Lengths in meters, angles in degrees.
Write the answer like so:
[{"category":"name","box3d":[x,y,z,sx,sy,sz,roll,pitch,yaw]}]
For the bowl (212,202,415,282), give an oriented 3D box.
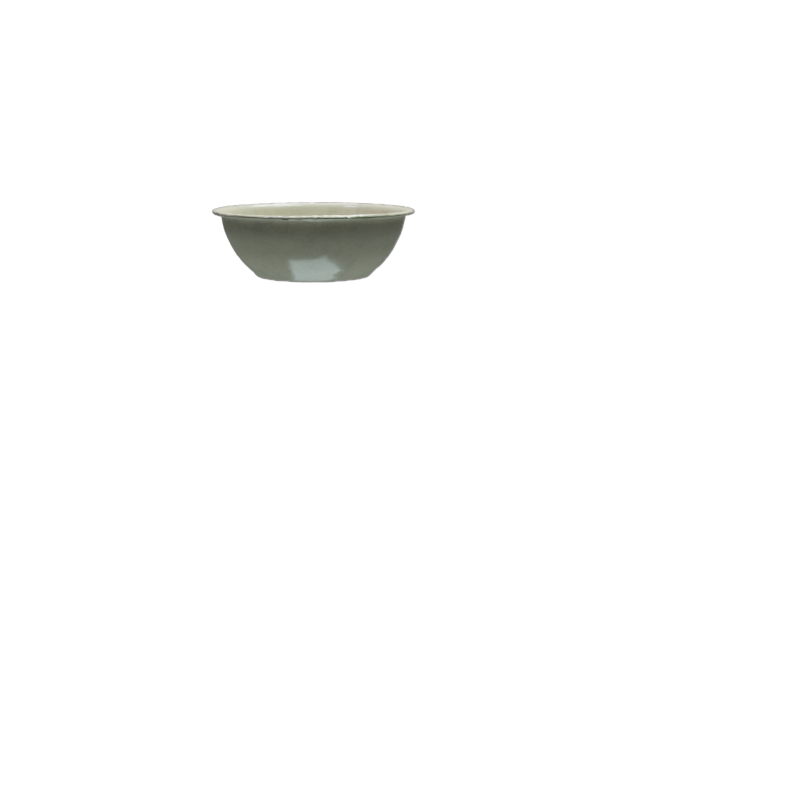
[{"category":"bowl","box3d":[-0.069,-0.127,0.886,0.162,0.054,0.166,0,12,-2]}]
